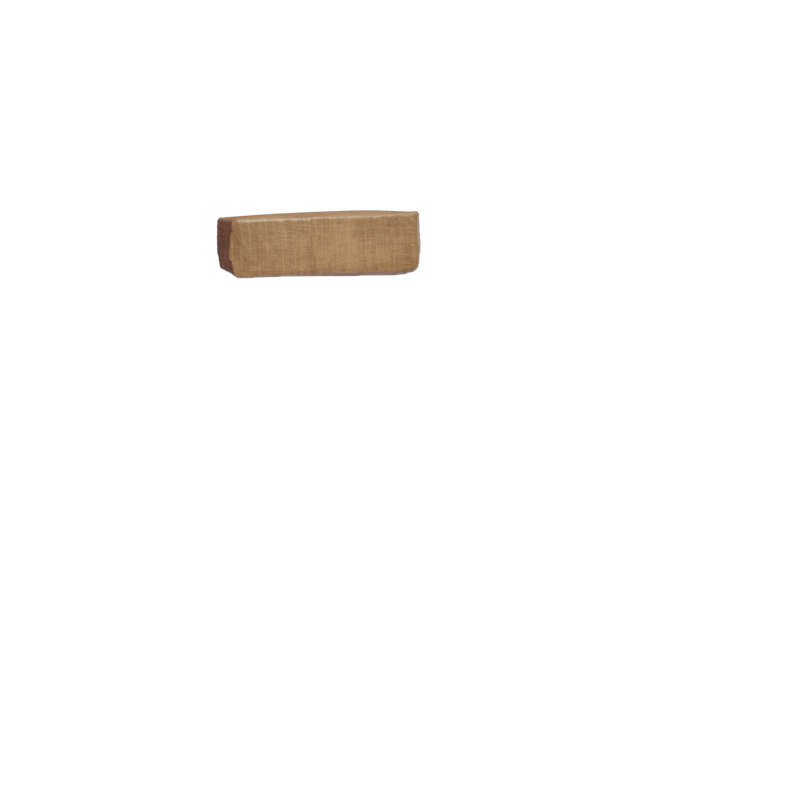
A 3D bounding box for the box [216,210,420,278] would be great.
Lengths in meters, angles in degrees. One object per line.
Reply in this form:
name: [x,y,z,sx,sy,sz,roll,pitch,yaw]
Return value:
box: [-0.053,-0.097,0.679,0.112,0.038,0.093,-2,10,-12]
